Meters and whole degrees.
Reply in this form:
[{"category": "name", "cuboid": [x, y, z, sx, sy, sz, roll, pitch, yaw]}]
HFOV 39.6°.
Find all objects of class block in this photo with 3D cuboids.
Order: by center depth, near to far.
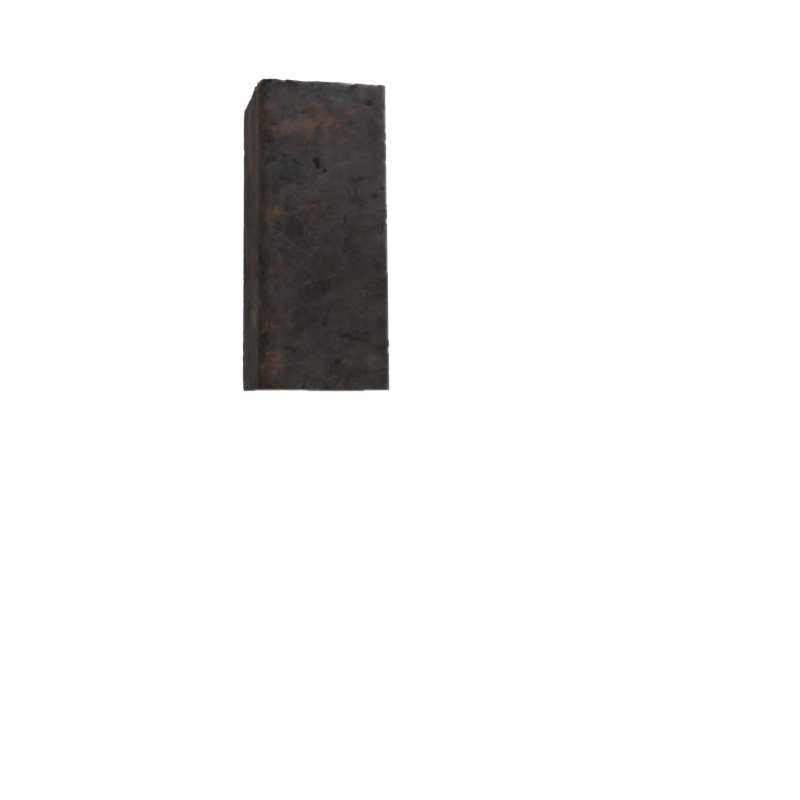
[{"category": "block", "cuboid": [-0.061, -0.110, 0.774, 0.089, 0.210, 0.091, 1, -7, -13]}]
